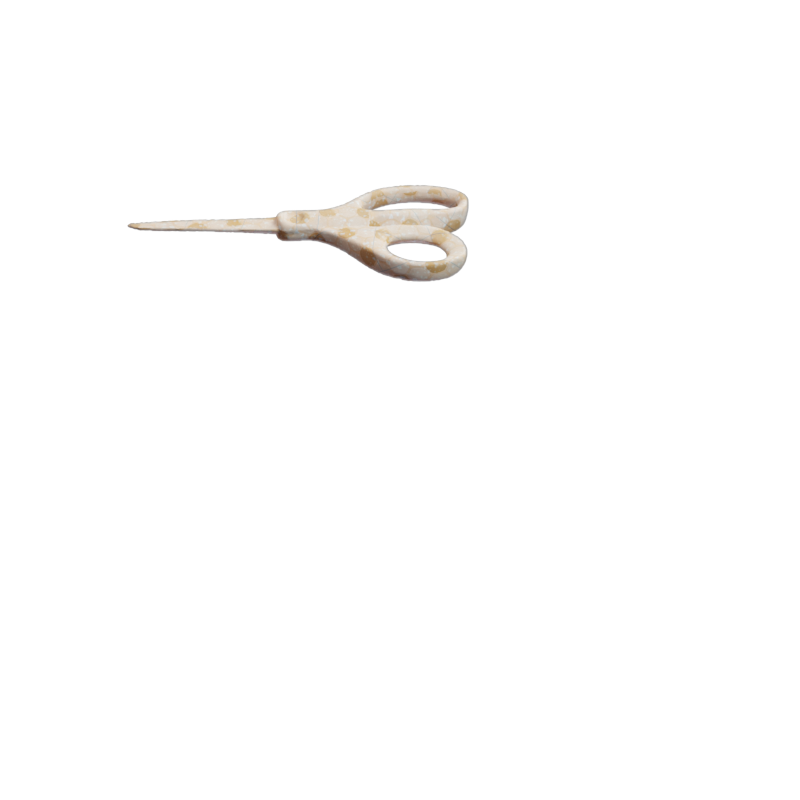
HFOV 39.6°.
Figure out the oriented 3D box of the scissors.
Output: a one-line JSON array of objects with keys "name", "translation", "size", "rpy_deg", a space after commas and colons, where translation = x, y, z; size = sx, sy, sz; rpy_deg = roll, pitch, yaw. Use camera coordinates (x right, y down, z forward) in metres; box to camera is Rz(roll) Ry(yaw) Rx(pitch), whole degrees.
[{"name": "scissors", "translation": [-0.050, -0.091, 0.639], "size": [0.199, 0.015, 0.104], "rpy_deg": [-11, 40, -14]}]
